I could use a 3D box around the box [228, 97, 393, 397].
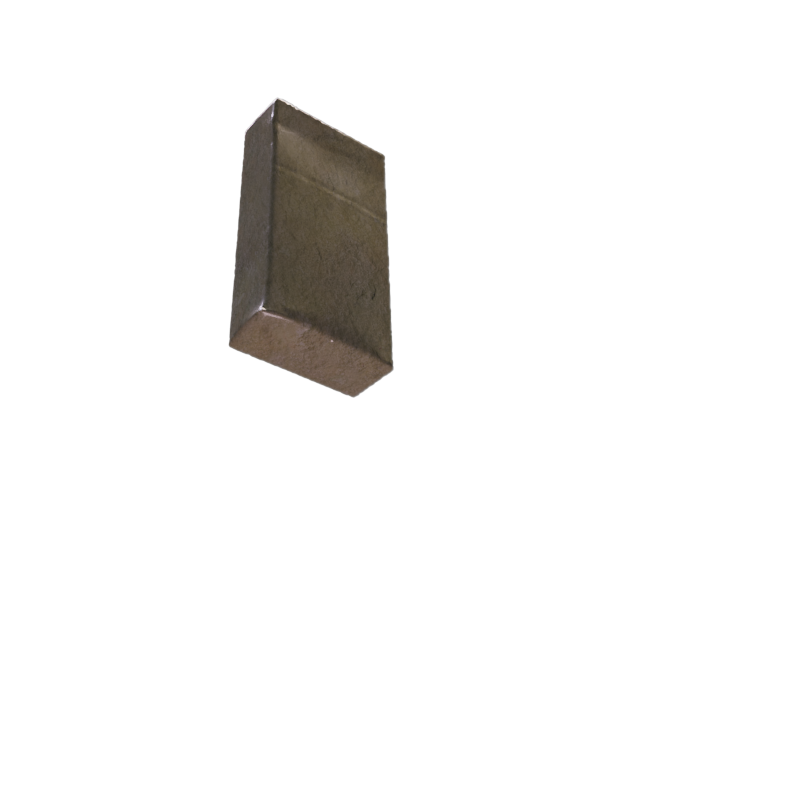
[{"bbox_3d":[-0.054,-0.098,0.688,0.088,0.189,0.047,24,-46,-29],"label":"box"}]
